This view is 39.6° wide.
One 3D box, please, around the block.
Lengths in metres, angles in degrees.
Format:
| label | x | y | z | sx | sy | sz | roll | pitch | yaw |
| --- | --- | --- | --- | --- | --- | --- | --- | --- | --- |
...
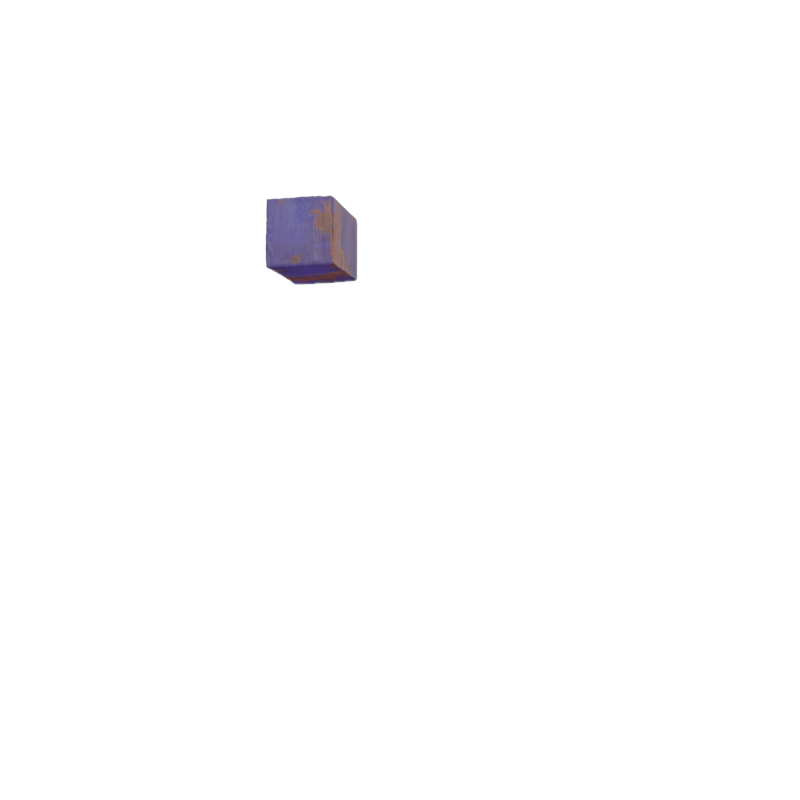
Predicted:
| label | x | y | z | sx | sy | sz | roll | pitch | yaw |
| --- | --- | --- | --- | --- | --- | --- | --- | --- | --- |
| block | -0.065 | -0.119 | 0.836 | 0.053 | 0.052 | 0.075 | -2 | -7 | 12 |
